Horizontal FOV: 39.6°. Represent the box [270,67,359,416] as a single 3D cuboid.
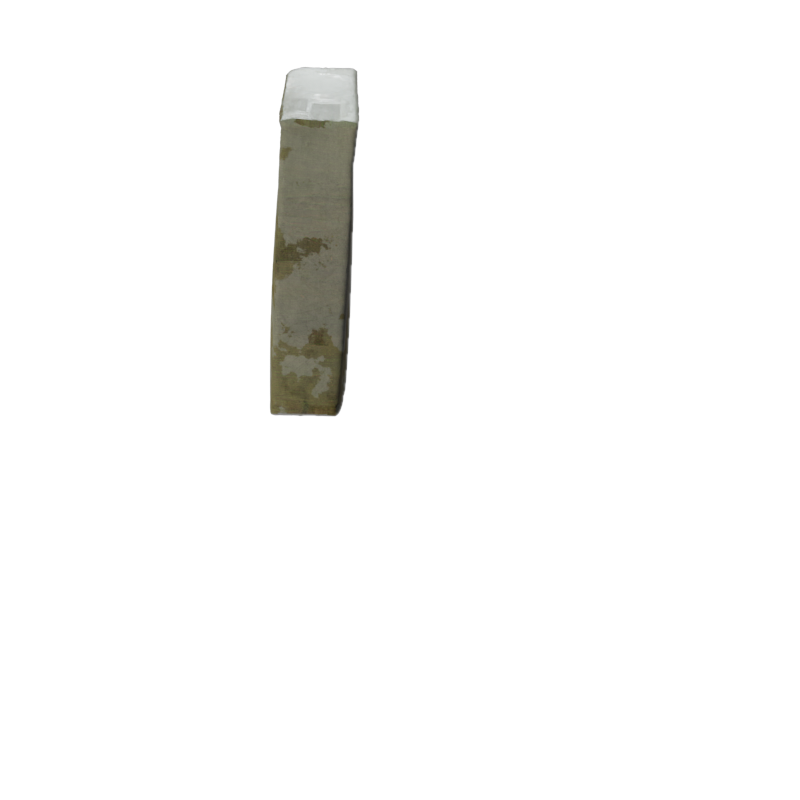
[{"bbox_3d":[-0.049,-0.088,0.618,0.048,0.166,0.099,1,28,-2],"label":"box"}]
